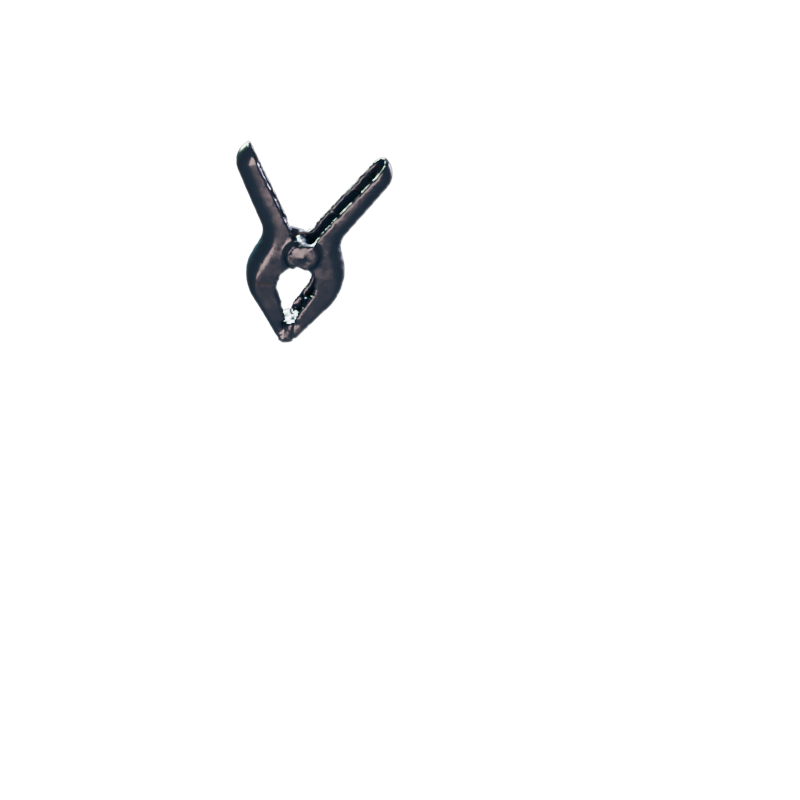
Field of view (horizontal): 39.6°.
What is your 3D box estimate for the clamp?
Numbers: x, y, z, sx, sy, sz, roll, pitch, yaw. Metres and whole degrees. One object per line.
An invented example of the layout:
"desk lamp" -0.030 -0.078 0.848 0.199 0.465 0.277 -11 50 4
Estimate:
"clamp" -0.069 -0.126 0.879 0.120 0.161 0.042 2 32 -2
